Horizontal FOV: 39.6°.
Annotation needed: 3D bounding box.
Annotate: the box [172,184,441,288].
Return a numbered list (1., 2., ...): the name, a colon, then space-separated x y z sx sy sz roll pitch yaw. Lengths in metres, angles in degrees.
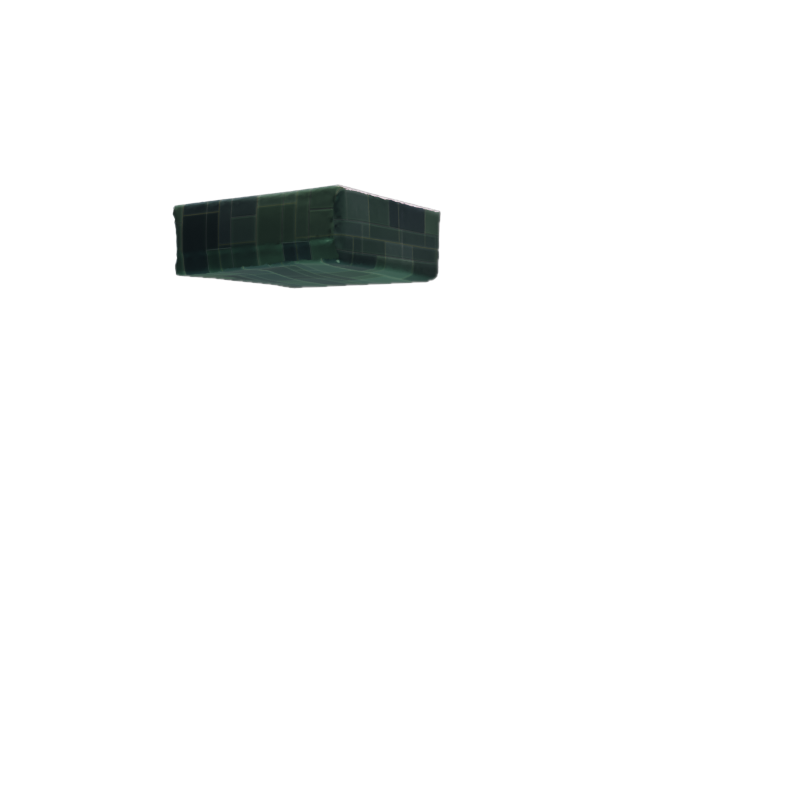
1. box: -0.042 -0.077 0.540 0.093 0.039 0.109 0 -1 28
